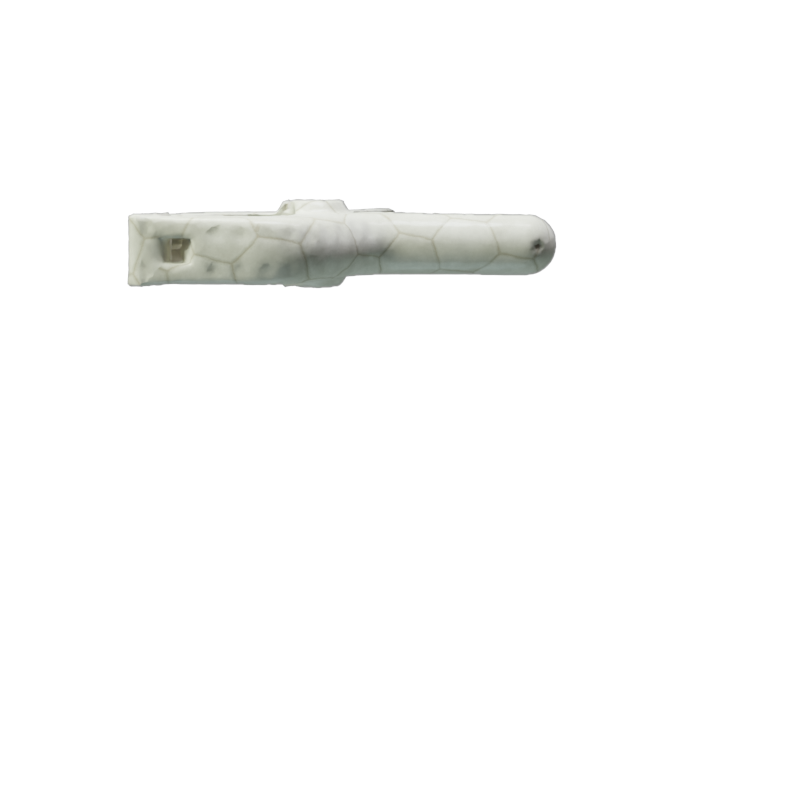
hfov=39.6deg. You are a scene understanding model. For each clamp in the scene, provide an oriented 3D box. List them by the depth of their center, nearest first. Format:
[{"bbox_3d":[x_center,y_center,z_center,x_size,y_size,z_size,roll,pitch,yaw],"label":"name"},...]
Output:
[{"bbox_3d":[-0.036,-0.066,0.466,0.166,0.039,0.124,-2,5,-26],"label":"clamp"}]
